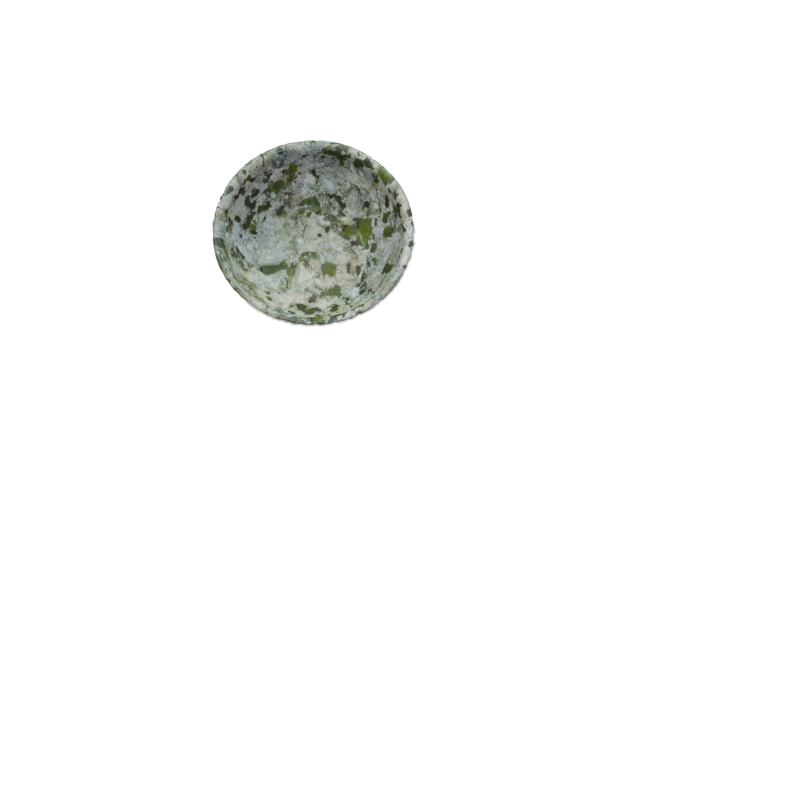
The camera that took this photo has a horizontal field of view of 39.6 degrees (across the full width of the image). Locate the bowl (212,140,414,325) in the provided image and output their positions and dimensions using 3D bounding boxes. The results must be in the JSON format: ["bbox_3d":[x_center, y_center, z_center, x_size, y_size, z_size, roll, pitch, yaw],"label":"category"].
[{"bbox_3d":[-0.071,-0.130,0.911,0.162,0.170,0.052,-1,-21,-1],"label":"bowl"}]
